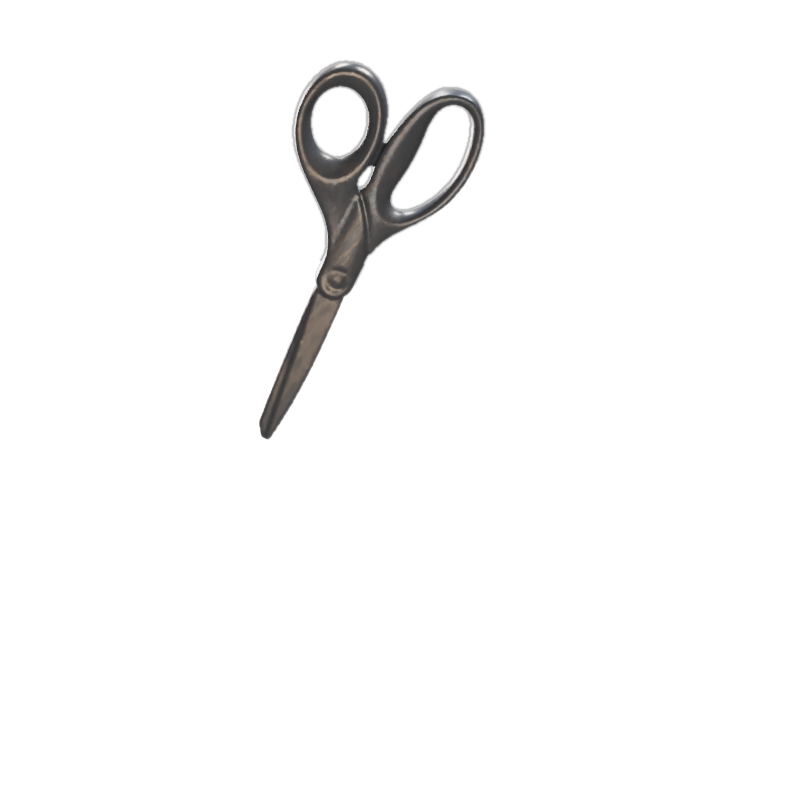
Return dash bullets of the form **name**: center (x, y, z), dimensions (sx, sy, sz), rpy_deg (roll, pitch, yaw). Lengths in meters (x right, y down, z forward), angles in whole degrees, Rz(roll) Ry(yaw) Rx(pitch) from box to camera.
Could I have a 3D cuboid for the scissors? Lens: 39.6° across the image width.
- **scissors**: center (-0.042, -0.076, 0.533), dimensions (0.093, 0.199, 0.016), rpy_deg (37, 17, -13)
